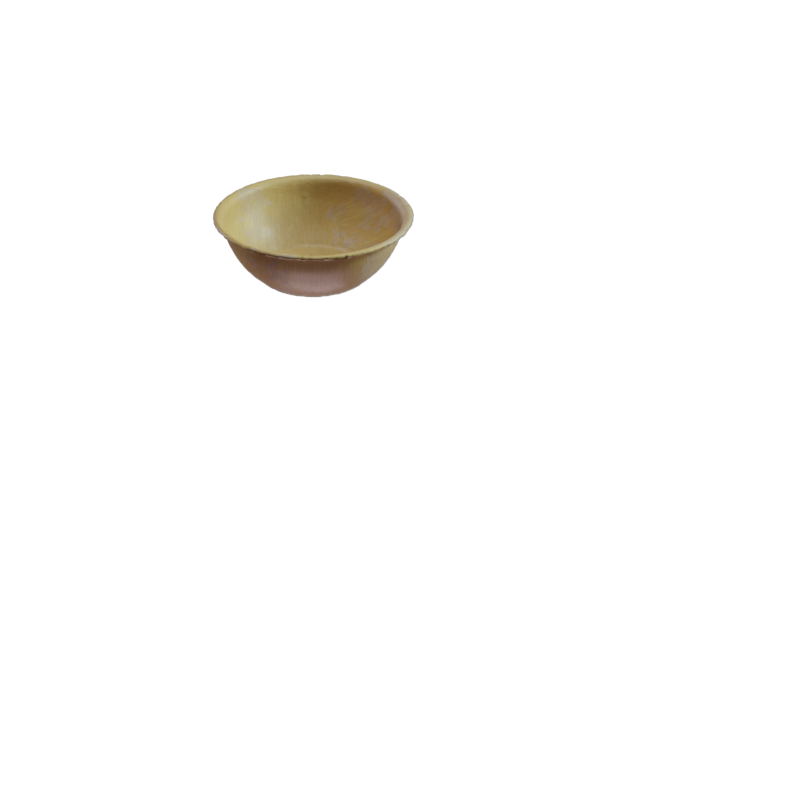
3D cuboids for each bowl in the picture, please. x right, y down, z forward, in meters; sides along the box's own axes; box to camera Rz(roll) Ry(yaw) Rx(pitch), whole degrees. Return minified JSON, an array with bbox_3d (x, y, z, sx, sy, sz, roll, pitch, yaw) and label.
[{"bbox_3d":[-0.071,-0.129,0.905,0.162,0.052,0.172,-1,32,-2],"label":"bowl"}]
